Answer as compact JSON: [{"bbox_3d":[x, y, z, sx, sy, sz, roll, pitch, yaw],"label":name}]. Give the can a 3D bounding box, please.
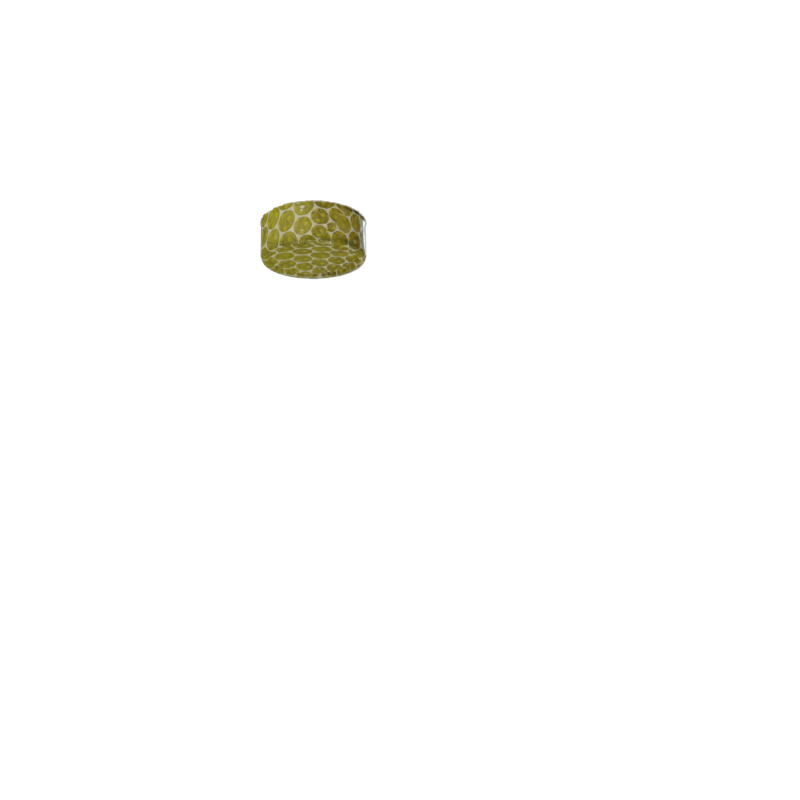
[{"bbox_3d":[-0.070,-0.127,0.889,0.086,0.035,0.082,0,-17,-2],"label":"can"}]
